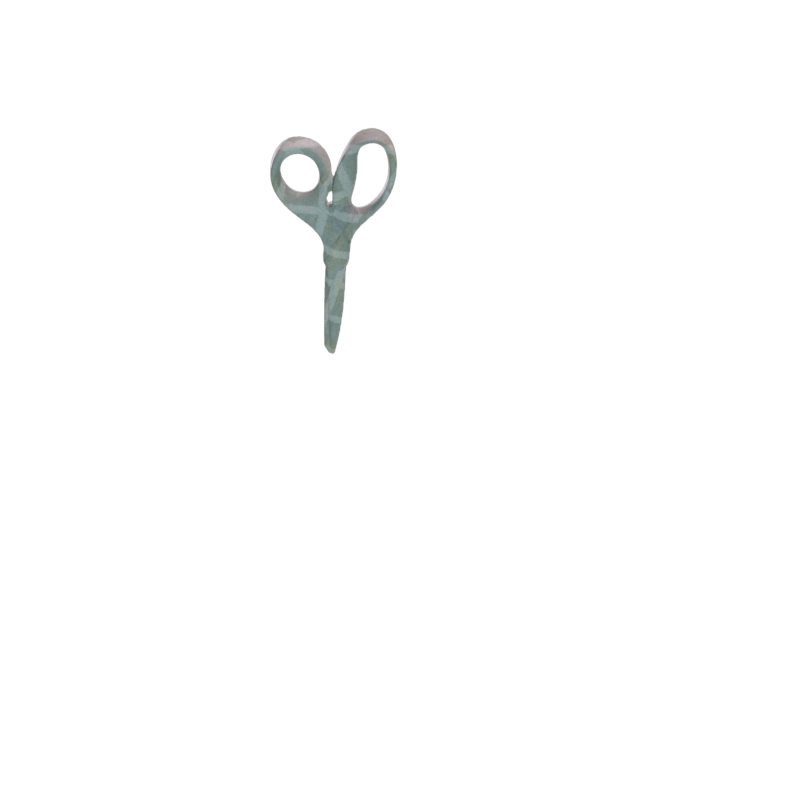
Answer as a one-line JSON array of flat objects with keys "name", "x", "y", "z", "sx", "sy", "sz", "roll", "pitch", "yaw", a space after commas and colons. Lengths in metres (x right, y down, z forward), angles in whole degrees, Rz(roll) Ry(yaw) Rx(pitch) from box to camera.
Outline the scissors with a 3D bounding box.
[{"name": "scissors", "x": -0.063, "y": -0.115, "z": 0.803, "sx": 0.094, "sy": 0.192, "sz": 0.017, "roll": 16, "pitch": 39, "yaw": -13}]
